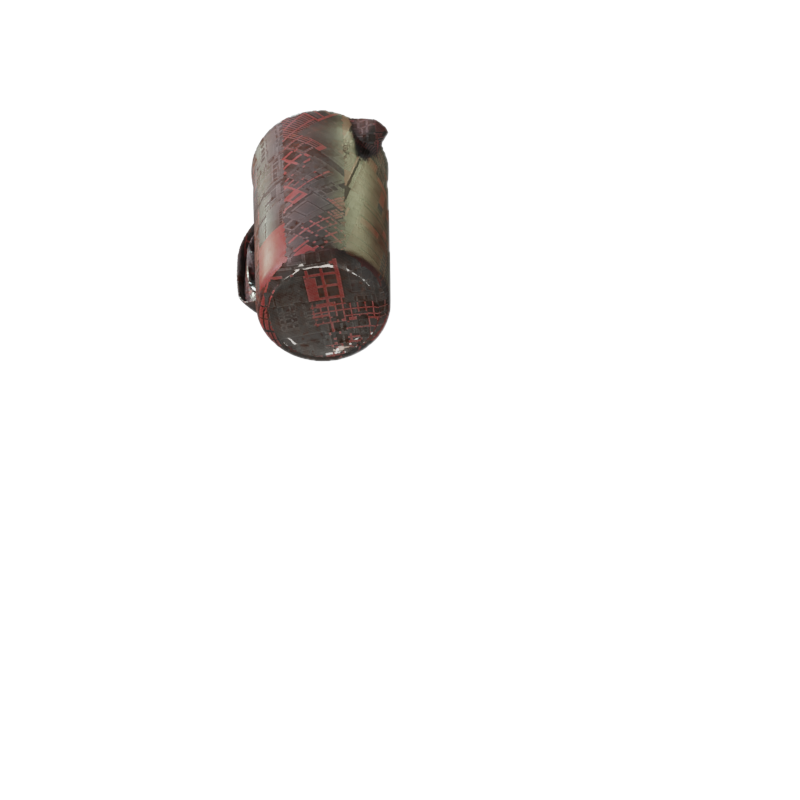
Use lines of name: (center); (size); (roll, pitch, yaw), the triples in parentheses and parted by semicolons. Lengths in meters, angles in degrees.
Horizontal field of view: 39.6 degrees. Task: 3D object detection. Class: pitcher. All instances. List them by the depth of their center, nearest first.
pitcher: (-0.077, -0.140, 0.979); (0.144, 0.140, 0.260); (0, 36, -3)
